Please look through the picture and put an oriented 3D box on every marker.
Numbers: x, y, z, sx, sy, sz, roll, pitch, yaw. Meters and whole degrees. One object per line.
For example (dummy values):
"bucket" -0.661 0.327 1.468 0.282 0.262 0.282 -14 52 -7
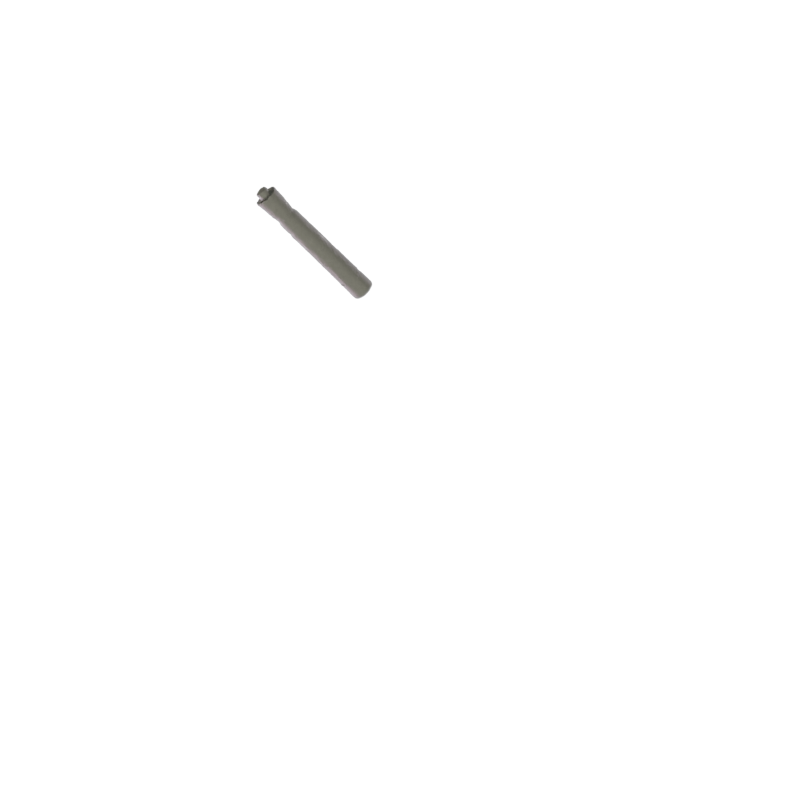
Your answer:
"marker" -0.068 -0.125 0.874 0.115 0.020 0.020 43 -17 -22
